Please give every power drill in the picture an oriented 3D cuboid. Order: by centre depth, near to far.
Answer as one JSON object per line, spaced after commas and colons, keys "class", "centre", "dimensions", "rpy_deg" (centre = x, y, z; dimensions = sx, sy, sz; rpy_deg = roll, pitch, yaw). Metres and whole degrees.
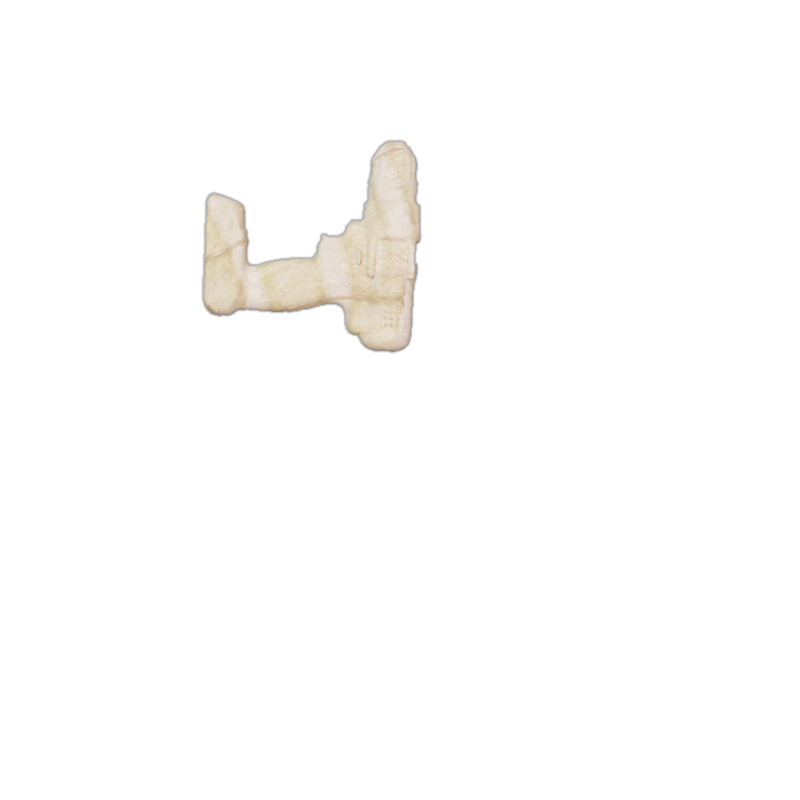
{"class": "power drill", "centre": [-0.076, -0.138, 0.968], "dimensions": [0.187, 0.187, 0.057], "rpy_deg": [3, -6, 0]}
